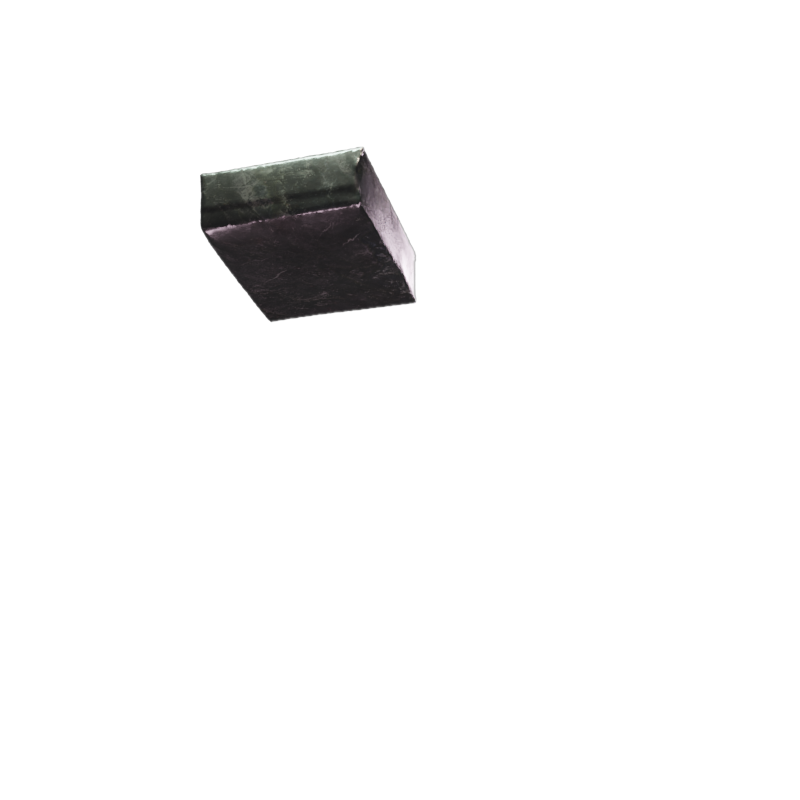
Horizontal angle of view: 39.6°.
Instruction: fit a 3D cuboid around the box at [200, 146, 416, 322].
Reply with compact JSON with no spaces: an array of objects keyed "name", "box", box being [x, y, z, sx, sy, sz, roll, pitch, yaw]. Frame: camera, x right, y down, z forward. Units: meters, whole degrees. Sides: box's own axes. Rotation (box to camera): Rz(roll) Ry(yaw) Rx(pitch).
[{"name":"box","box":[-0.047,-0.085,0.599,0.091,0.041,0.106,-7,-25,14]}]
